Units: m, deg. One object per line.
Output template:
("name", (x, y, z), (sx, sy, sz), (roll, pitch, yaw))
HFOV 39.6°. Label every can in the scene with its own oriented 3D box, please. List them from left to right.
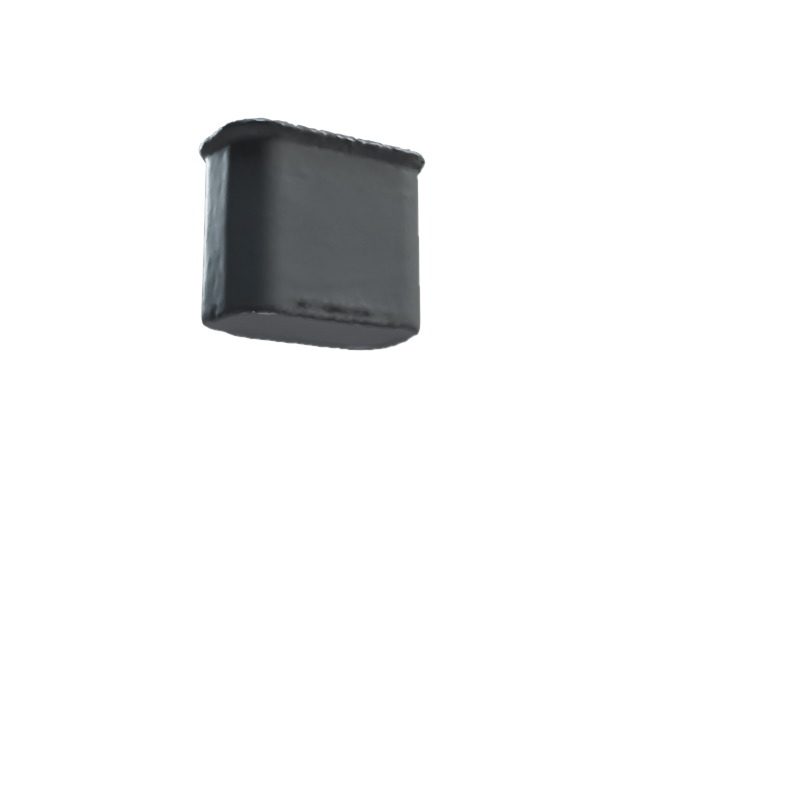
("can", (-0.039, -0.070, 0.494), (0.098, 0.087, 0.058), (7, -15, -31))
